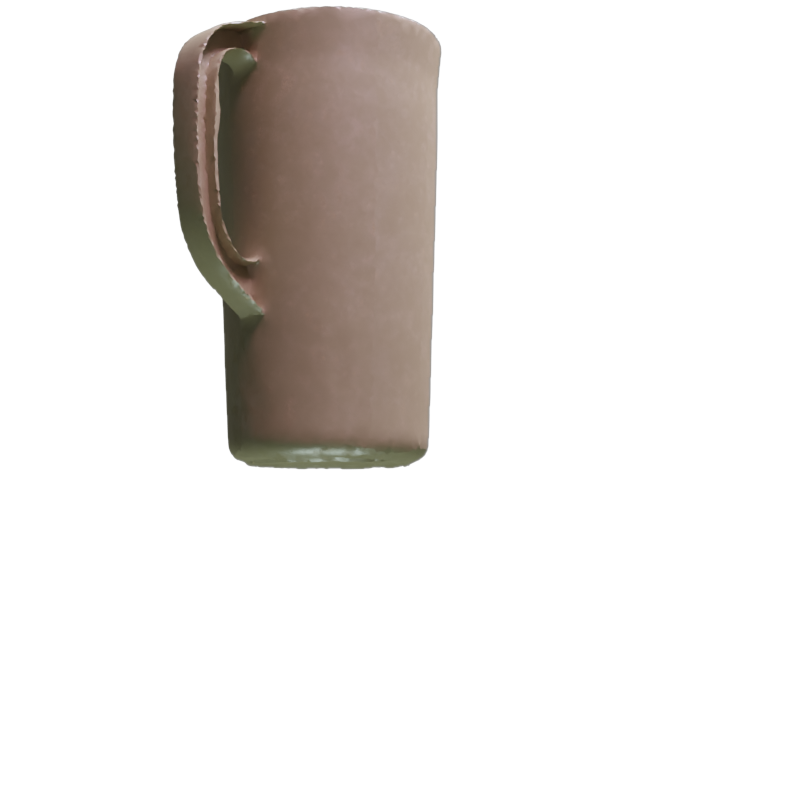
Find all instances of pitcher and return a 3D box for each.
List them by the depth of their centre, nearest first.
[{"bbox_3d":[-0.048,-0.088,0.614,0.148,0.251,0.141,0,-12,-4],"label":"pitcher"}]
